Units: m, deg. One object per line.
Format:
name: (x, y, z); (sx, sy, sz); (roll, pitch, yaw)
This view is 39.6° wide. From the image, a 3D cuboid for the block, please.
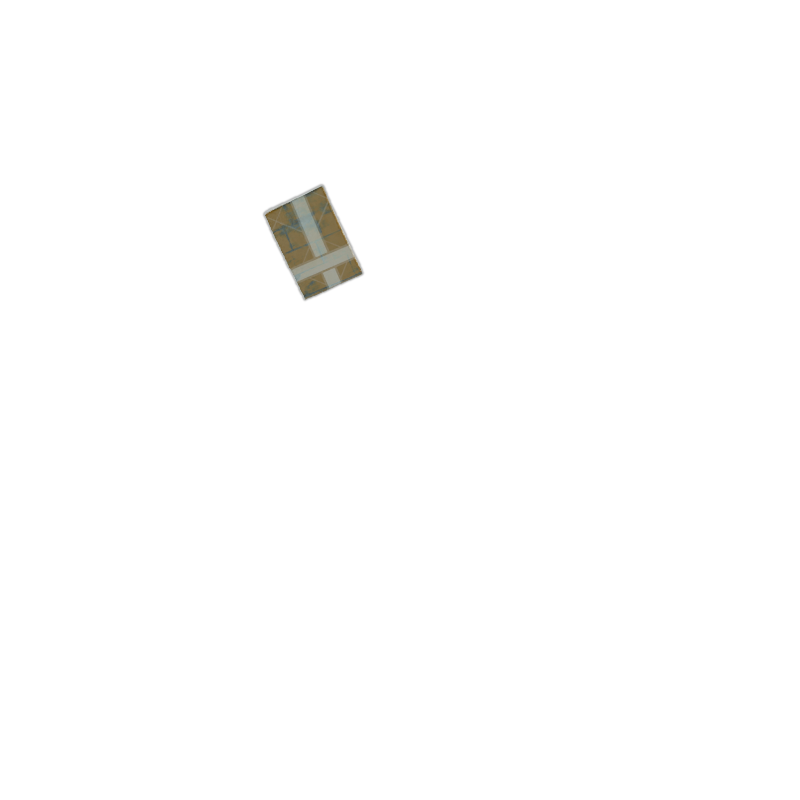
block: (-0.069, -0.127, 0.887); (0.053, 0.077, 0.052); (-24, 7, 2)
